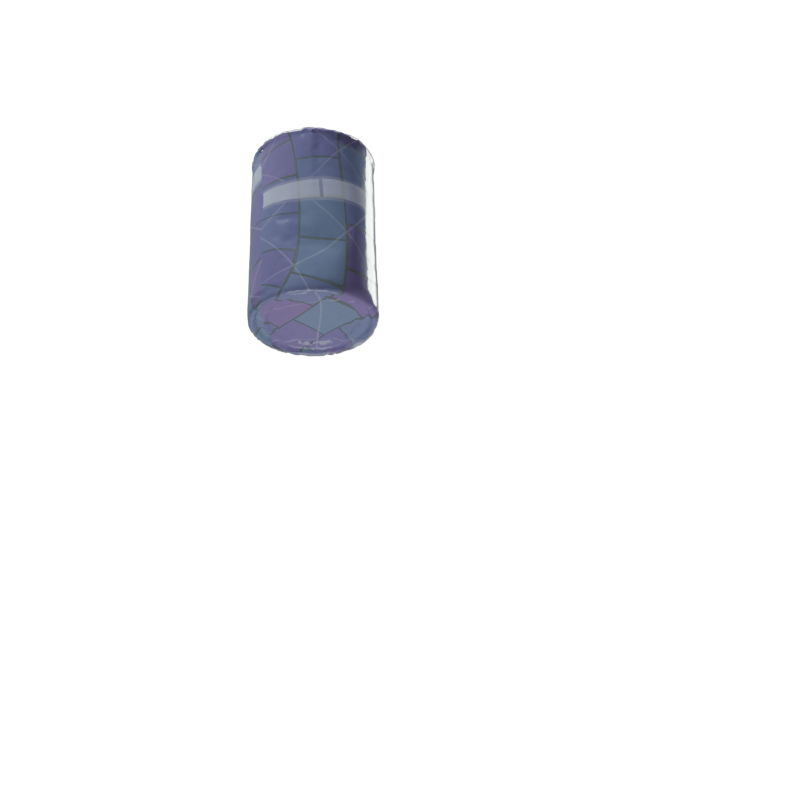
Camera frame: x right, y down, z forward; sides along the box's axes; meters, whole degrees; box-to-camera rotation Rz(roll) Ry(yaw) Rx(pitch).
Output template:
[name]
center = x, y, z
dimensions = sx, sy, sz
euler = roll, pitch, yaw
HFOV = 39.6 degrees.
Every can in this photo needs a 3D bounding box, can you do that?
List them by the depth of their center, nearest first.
[can]
center = -0.046, -0.083, 0.583
dimensions = 0.068, 0.109, 0.064
euler = -1, -32, -2
